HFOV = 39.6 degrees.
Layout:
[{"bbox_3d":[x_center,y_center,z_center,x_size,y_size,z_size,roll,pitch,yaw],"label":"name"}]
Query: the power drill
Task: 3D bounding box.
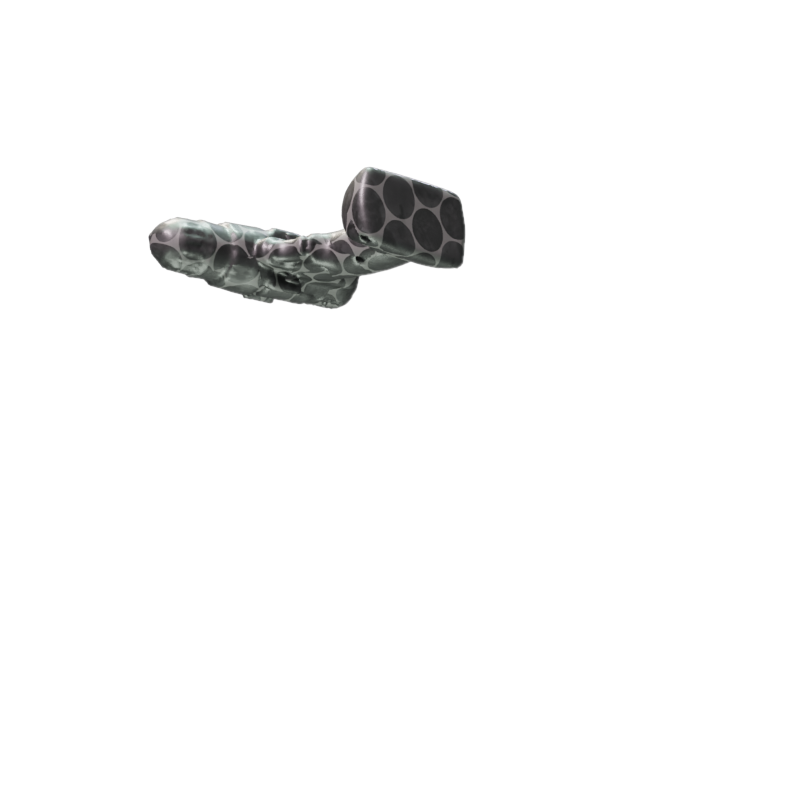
[{"bbox_3d":[-0.063,-0.114,0.799,0.175,0.059,0.192,7,-11,-42],"label":"power drill"}]
